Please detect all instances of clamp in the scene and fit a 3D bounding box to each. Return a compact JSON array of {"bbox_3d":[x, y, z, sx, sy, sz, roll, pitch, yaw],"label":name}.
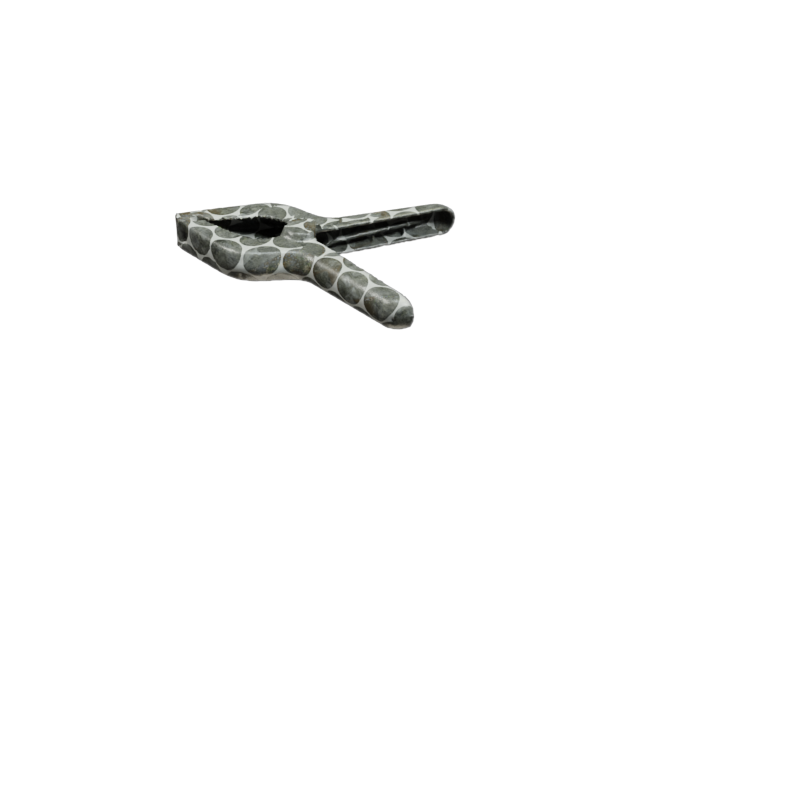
[{"bbox_3d":[-0.065,-0.119,0.834,0.217,0.034,0.169,12,35,19],"label":"clamp"}]
